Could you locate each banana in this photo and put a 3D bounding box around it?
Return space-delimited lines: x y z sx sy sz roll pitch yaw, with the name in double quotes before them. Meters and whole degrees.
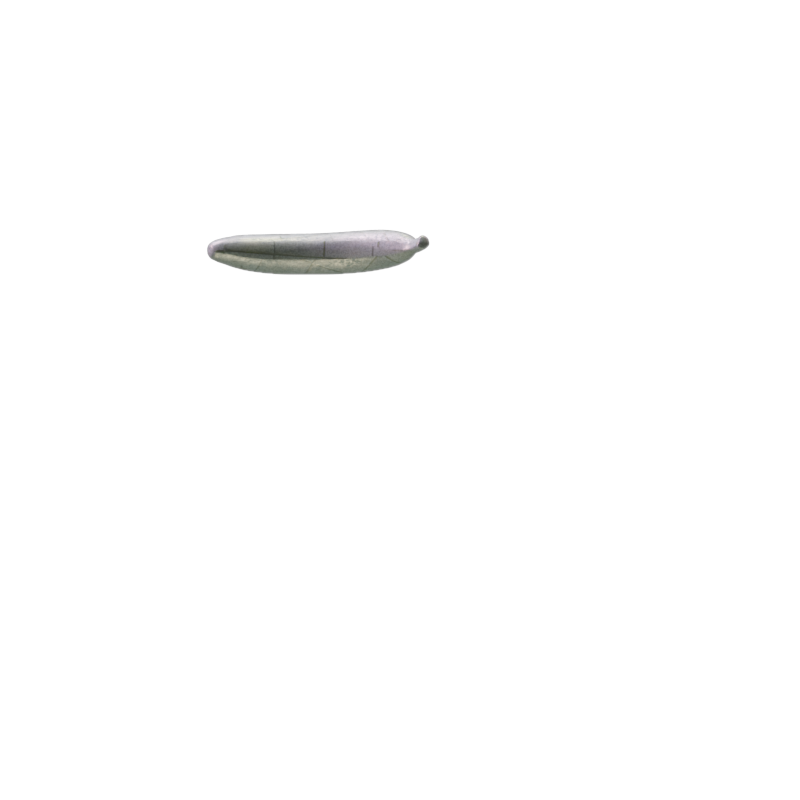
"banana" -0.071 -0.136 0.997 0.200 0.038 0.066 -2 -15 10
